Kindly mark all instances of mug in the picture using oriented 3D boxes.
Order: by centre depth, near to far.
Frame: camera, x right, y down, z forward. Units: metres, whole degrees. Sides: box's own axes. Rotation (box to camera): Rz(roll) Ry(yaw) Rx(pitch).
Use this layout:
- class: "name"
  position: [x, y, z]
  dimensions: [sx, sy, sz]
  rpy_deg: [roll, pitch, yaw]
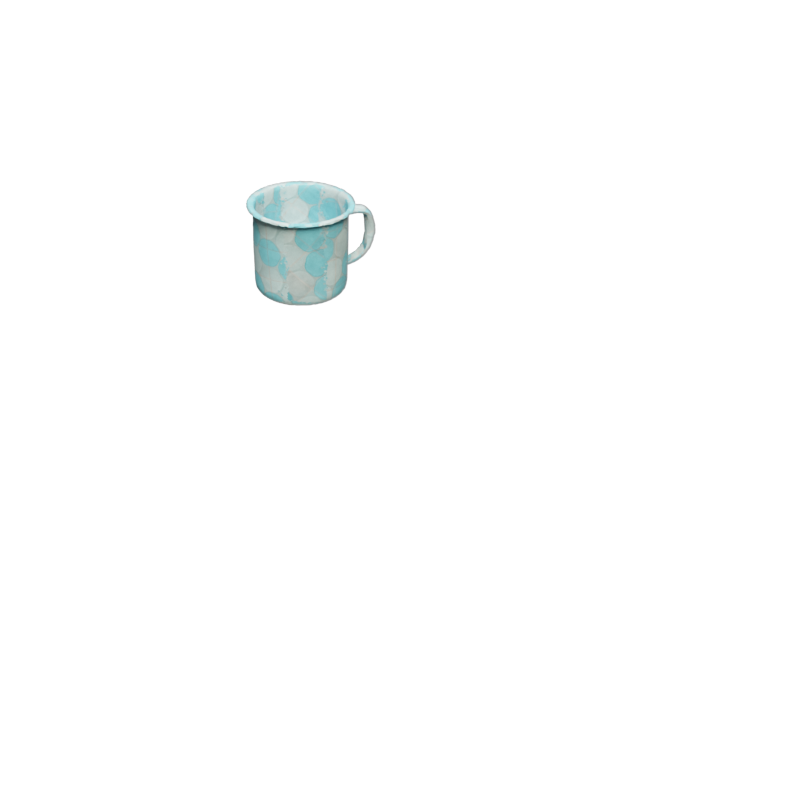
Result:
- class: "mug"
  position: [-0.076, -0.138, 0.966]
  dimensions: [0.115, 0.077, 0.100]
  rpy_deg: [-15, 35, -25]
